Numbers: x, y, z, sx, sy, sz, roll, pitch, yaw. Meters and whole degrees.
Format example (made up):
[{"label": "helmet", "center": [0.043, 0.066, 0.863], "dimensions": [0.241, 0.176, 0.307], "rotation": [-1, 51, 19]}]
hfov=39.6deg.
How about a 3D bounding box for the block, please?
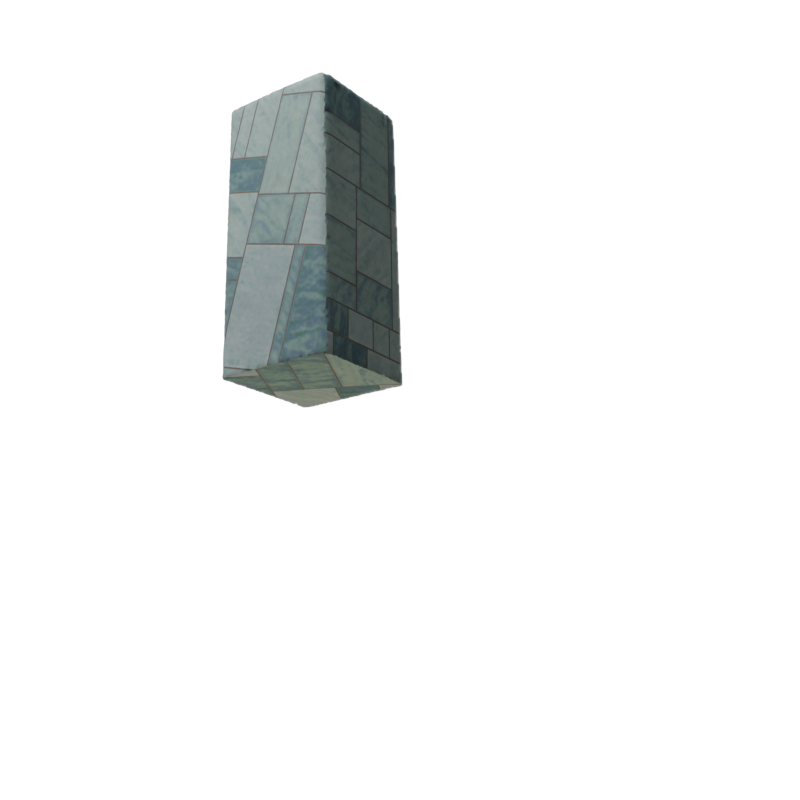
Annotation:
[{"label": "block", "center": [-0.061, -0.112, 0.783], "dimensions": [0.091, 0.217, 0.085], "rotation": [-17, -27, 33]}]
